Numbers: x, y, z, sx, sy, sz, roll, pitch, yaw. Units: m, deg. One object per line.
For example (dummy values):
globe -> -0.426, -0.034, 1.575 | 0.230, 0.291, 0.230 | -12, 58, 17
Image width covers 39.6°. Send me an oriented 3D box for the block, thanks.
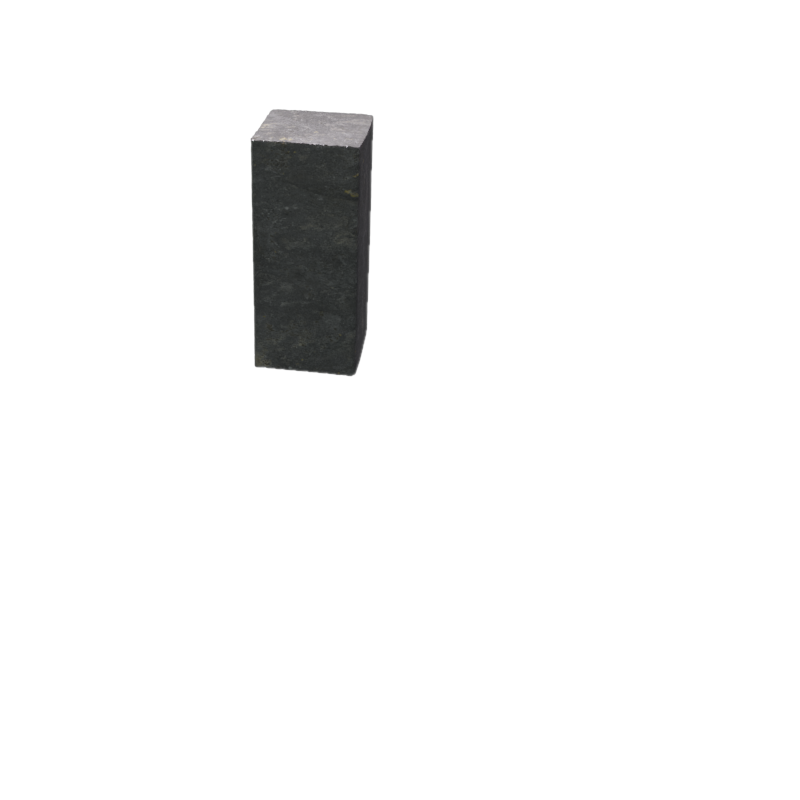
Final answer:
block -> -0.074, -0.136, 0.949 | 0.092, 0.195, 0.094 | 5, 26, 6
